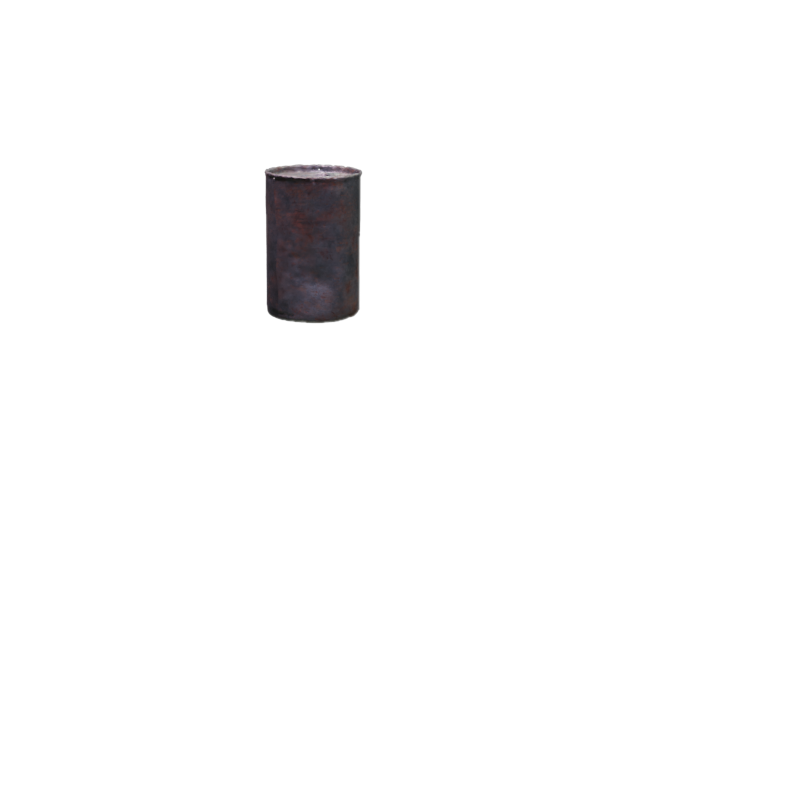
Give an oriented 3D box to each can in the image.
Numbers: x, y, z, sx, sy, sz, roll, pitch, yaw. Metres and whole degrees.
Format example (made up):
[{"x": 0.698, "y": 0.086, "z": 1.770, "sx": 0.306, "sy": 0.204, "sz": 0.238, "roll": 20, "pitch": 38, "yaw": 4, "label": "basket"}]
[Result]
[{"x": -0.061, "y": -0.112, "z": 0.782, "sx": 0.068, "sy": 0.099, "sz": 0.071, "roll": 0, "pitch": 14, "yaw": -2, "label": "can"}]
